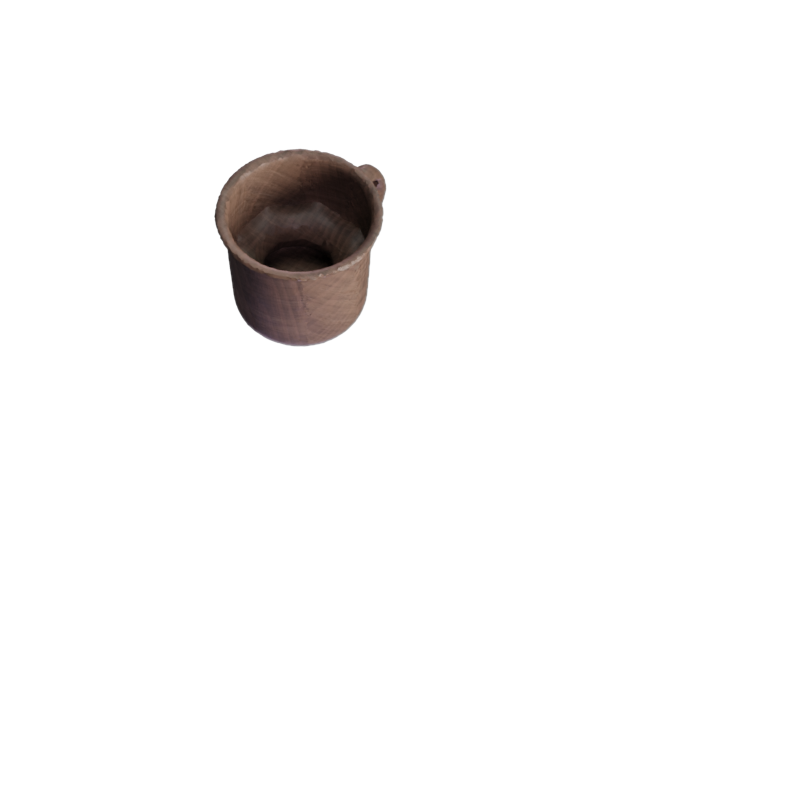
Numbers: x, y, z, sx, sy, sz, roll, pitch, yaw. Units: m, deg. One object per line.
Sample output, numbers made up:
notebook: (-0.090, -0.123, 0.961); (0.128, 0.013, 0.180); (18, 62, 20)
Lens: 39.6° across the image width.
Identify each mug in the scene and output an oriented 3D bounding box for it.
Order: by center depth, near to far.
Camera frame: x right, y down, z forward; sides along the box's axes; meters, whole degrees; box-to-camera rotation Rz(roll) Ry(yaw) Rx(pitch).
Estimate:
mug: (-0.051, -0.093, 0.649); (0.098, 0.119, 0.076); (34, -28, 19)
